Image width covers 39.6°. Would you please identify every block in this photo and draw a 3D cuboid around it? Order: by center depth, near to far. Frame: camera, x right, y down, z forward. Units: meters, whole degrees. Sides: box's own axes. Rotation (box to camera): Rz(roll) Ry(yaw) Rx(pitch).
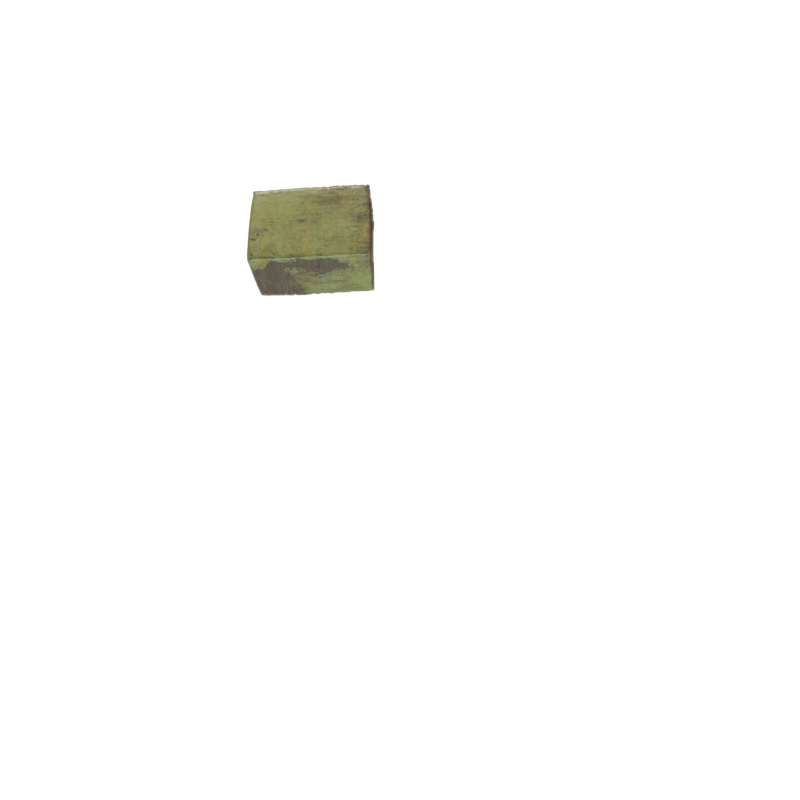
[{"bbox_3d":[-0.056,-0.102,0.718,0.078,0.054,0.049,-3,-26,4],"label":"block"}]
